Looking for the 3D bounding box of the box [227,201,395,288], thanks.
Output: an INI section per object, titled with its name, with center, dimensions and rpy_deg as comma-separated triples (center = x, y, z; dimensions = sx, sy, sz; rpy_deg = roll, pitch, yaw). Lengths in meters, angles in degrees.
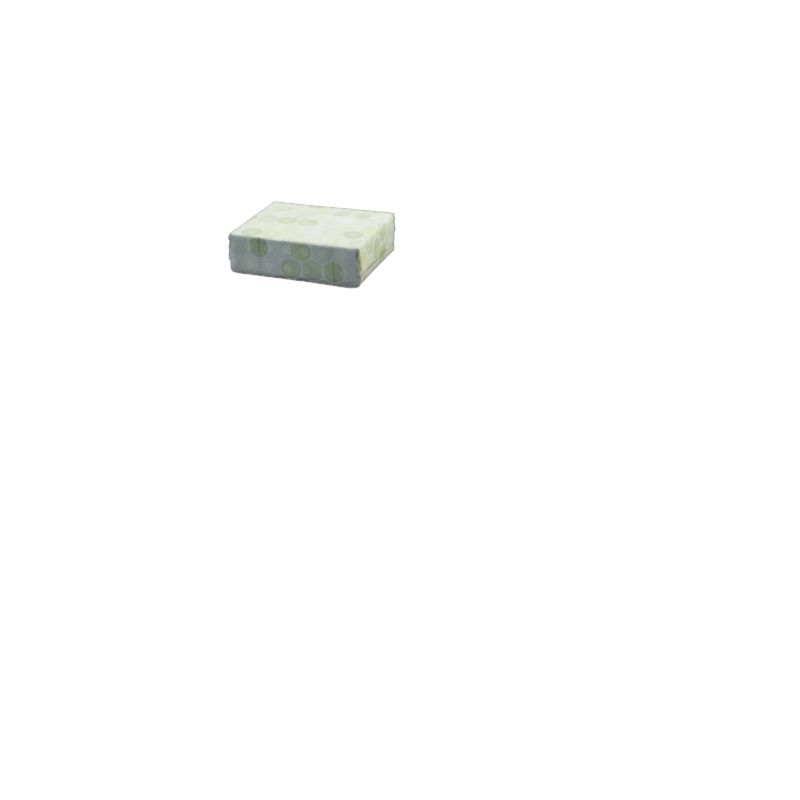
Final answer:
[box]
center = -0.070, -0.128, 0.900
dimensions = 0.117, 0.037, 0.092
rpy_deg = 10, 29, 18
